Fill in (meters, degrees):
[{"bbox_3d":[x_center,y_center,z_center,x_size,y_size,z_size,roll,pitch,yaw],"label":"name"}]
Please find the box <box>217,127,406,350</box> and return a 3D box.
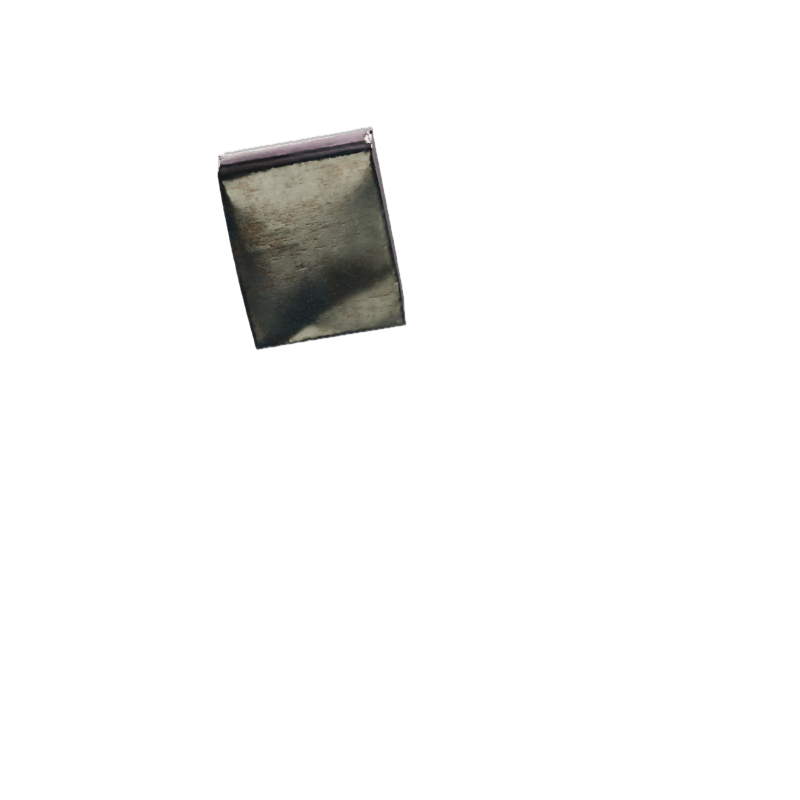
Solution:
[{"bbox_3d":[-0.049,-0.089,0.626,0.090,0.107,0.041,-9,27,4],"label":"box"}]
